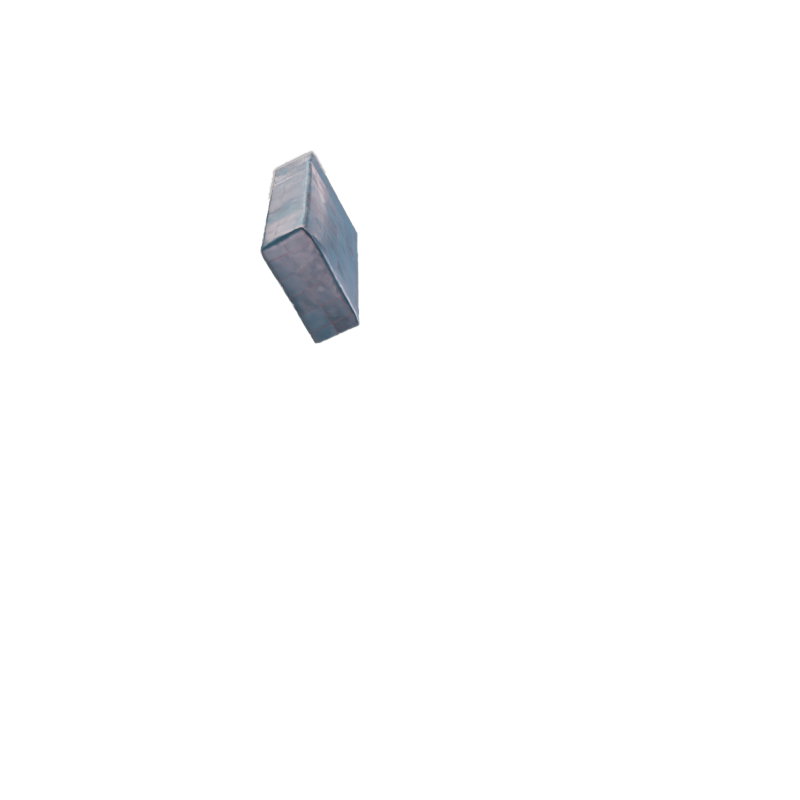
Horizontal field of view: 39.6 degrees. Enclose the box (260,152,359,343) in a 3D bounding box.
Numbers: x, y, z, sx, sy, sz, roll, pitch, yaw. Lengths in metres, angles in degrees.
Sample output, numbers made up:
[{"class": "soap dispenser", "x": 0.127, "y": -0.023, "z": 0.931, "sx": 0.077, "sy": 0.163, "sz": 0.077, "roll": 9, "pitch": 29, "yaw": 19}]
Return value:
[{"class": "box", "x": -0.072, "y": -0.130, "z": 0.915, "sx": 0.048, "sy": 0.088, "sz": 0.186, "roll": -26, "pitch": 26, "yaw": 9}]
